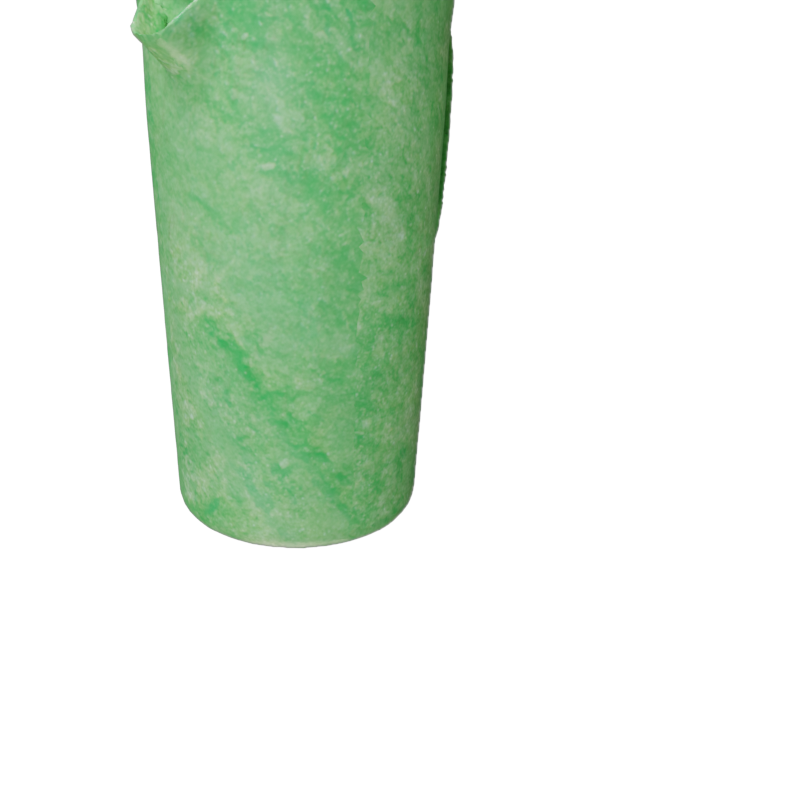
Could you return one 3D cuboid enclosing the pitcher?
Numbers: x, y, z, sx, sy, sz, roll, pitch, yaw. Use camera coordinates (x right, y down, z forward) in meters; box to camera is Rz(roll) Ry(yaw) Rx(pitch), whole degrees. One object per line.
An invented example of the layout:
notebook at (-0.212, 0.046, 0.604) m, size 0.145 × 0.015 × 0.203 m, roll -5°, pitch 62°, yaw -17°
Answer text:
pitcher at (-0.039, -0.070, 0.492) m, size 0.148 × 0.235 × 0.152 m, roll -1°, pitch 17°, yaw -8°
